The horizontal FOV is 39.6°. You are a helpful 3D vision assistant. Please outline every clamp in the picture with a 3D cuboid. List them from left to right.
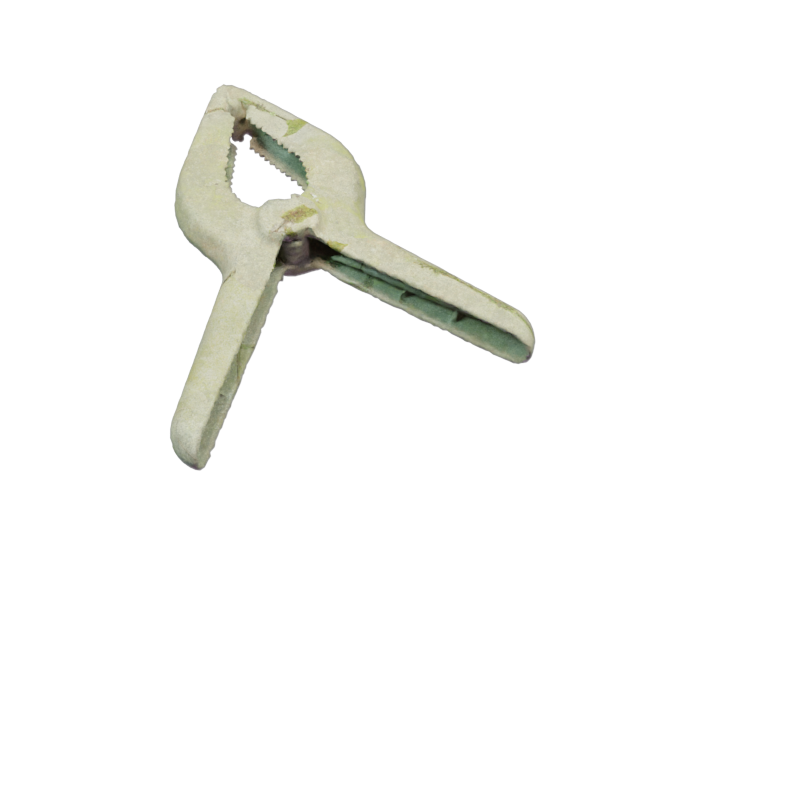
[{"bbox_3d":[-0.041,-0.076,0.529,0.163,0.227,0.034,-12,-36,-9],"label":"clamp"}]
